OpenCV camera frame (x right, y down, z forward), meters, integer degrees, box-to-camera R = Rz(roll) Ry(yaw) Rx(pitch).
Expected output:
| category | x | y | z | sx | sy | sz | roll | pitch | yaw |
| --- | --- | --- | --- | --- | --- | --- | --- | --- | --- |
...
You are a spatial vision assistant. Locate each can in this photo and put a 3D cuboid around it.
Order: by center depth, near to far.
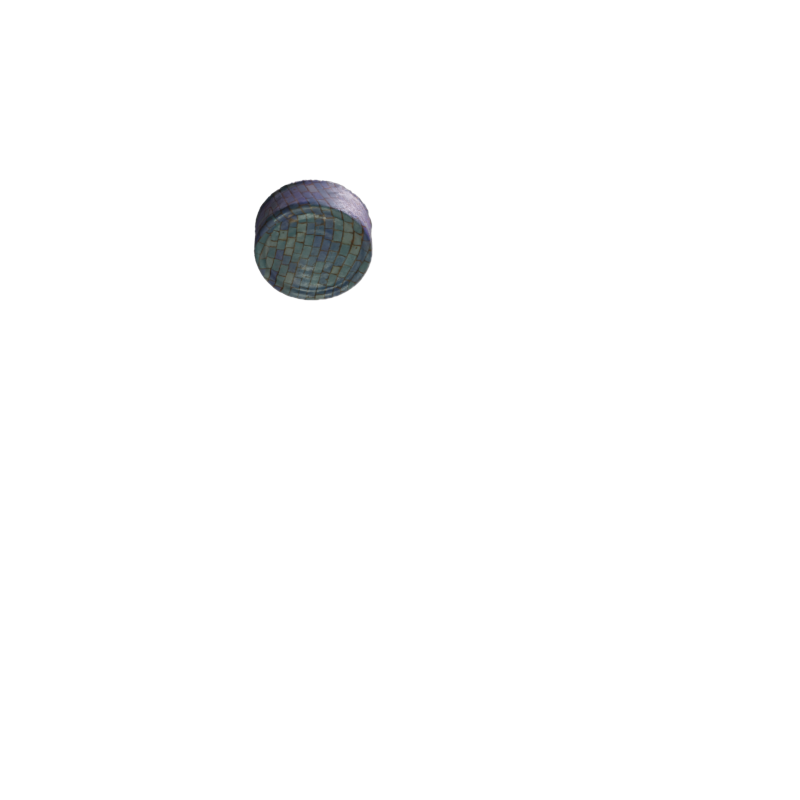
| category | x | y | z | sx | sy | sz | roll | pitch | yaw |
| --- | --- | --- | --- | --- | --- | --- | --- | --- | --- |
| can | -0.062 | -0.114 | 0.797 | 0.086 | 0.080 | 0.036 | 1 | 38 | -1 |
